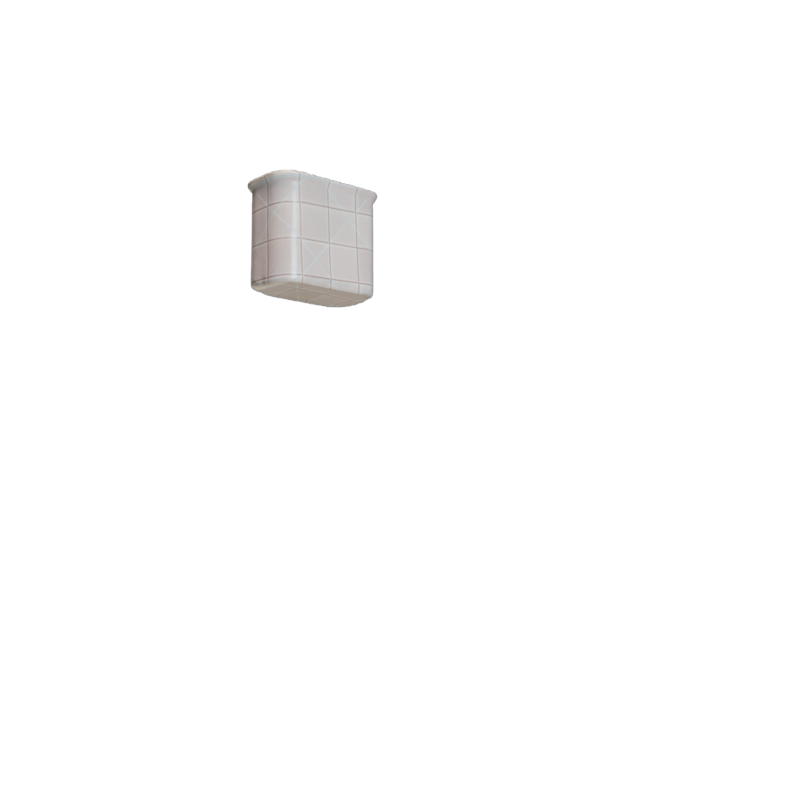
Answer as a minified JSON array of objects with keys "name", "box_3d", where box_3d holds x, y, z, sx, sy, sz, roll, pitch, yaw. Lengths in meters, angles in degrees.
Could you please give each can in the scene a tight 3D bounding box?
[{"name":"can","box_3d":[-0.066,-0.120,0.842,0.097,0.087,0.058,9,-16,-40]}]
